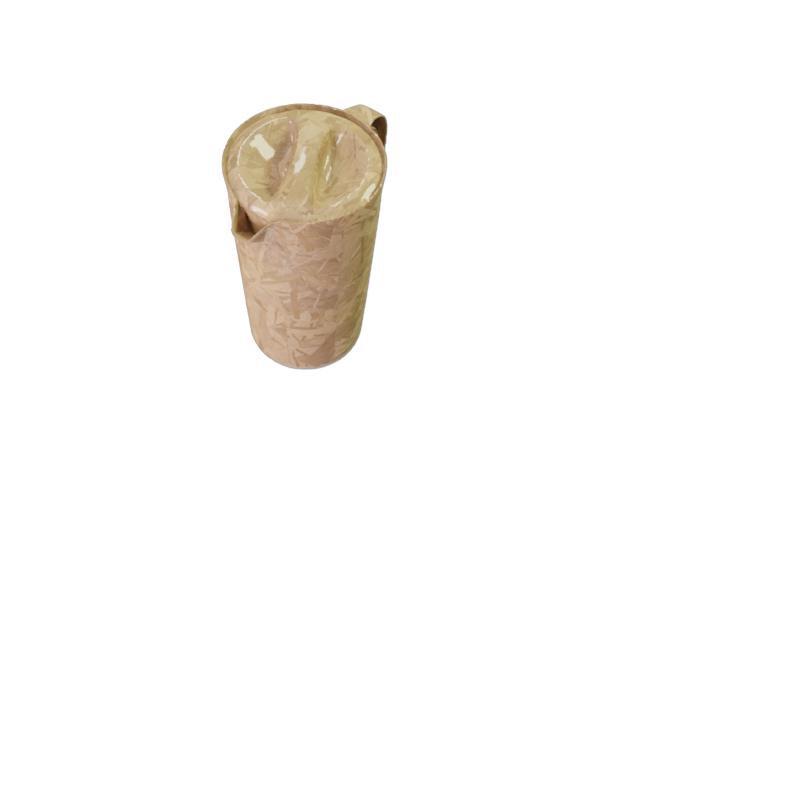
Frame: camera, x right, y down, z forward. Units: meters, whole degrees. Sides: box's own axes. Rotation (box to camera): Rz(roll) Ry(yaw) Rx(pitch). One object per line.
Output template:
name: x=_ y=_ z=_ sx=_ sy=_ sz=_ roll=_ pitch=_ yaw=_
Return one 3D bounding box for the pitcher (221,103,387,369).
pitcher: x=-0.077 y=-0.140 z=0.982 sx=0.148 sy=0.156 sz=0.227 roll=-7 pitch=-33 yaw=-8
